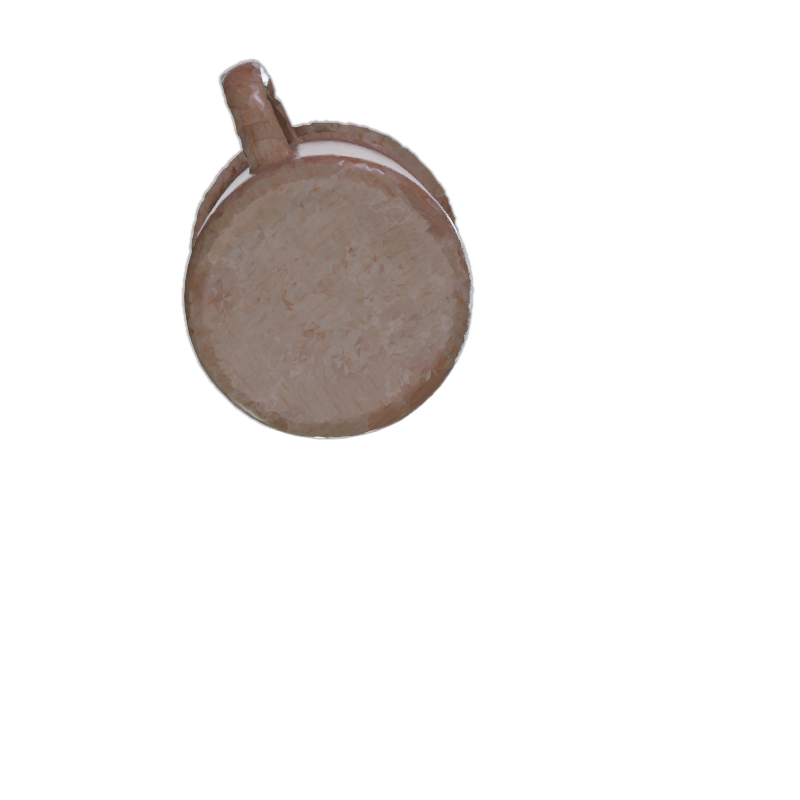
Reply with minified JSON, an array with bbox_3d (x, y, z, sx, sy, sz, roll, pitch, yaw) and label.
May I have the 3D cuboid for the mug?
[{"bbox_3d":[-0.027,-0.049,0.342,0.093,0.114,0.084,-20,11,2],"label":"mug"}]
